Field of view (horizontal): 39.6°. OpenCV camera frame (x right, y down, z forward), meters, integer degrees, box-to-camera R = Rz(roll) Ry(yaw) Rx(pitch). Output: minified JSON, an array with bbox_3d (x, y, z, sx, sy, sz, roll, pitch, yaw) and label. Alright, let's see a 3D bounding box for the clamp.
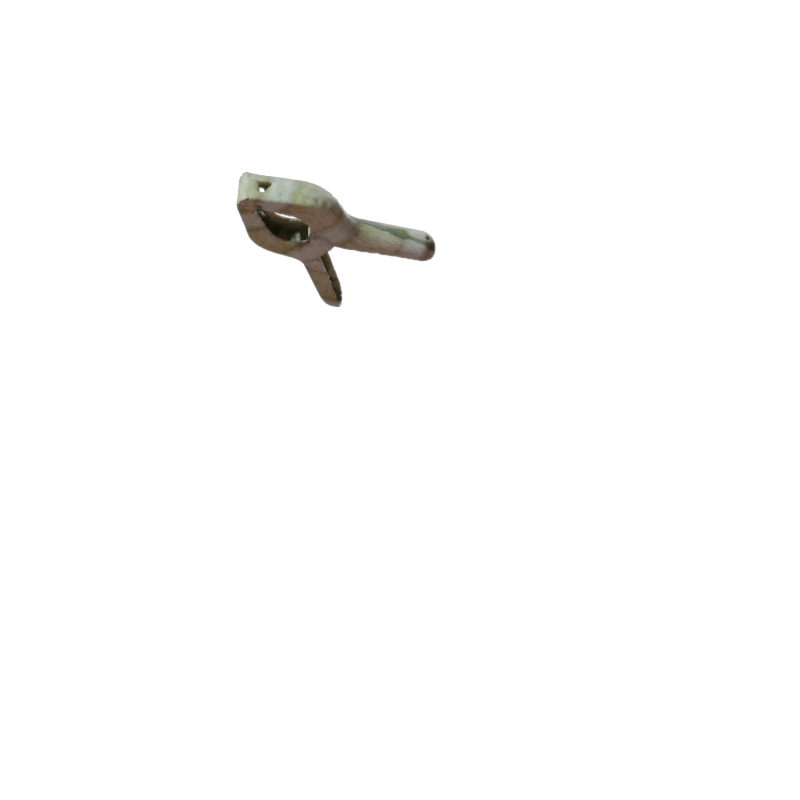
[{"bbox_3d":[-0.071,-0.129,0.901,0.163,0.042,0.118,24,-44,-28],"label":"clamp"}]
